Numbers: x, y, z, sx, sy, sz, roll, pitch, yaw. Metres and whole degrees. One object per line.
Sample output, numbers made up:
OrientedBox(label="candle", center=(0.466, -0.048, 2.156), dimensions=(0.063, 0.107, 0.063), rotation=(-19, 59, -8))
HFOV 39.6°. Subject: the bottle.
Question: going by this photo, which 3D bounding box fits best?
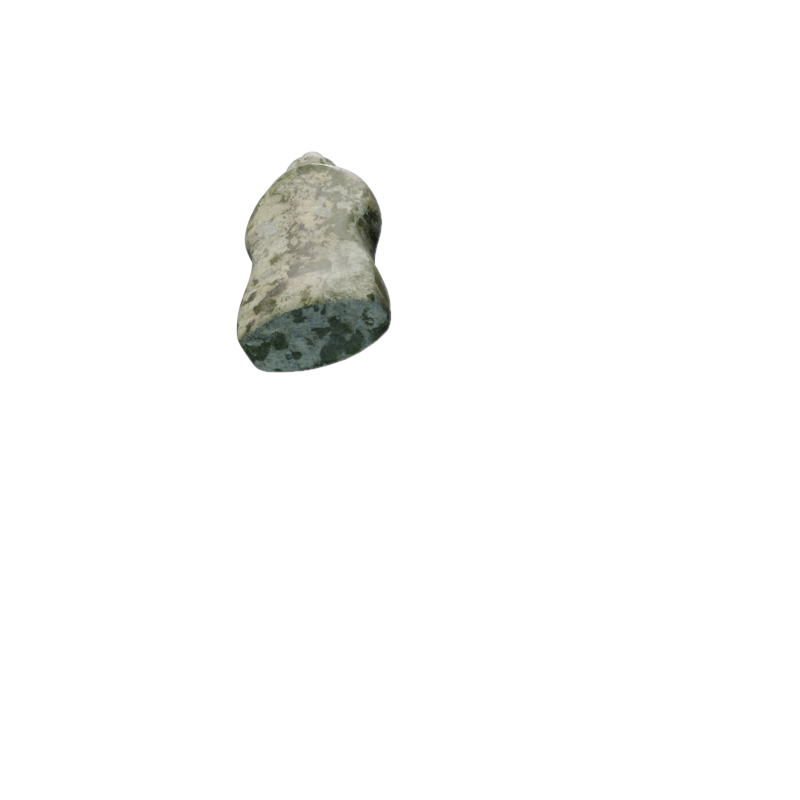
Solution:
OrientedBox(label="bottle", center=(-0.059, -0.109, 0.758), dimensions=(0.097, 0.206, 0.054), rotation=(-19, -48, 14))
